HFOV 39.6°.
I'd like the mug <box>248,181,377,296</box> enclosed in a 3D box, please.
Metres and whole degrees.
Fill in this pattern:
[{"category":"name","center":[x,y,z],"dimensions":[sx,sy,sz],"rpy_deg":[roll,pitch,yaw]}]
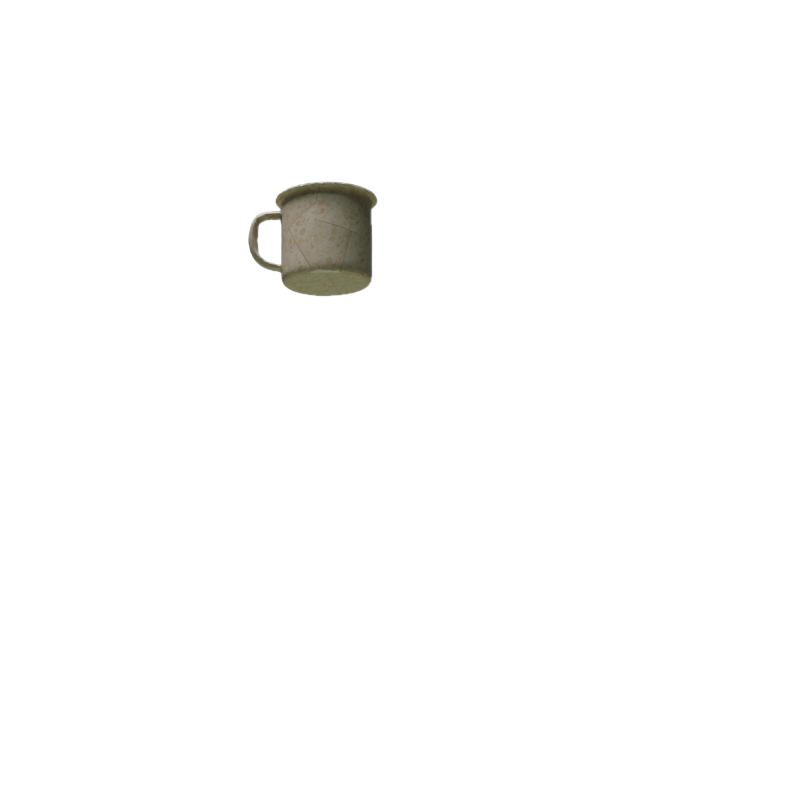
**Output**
[{"category":"mug","center":[-0.078,-0.143,0.999],"dimensions":[0.116,0.085,0.090],"rpy_deg":[1,-14,-6]}]
